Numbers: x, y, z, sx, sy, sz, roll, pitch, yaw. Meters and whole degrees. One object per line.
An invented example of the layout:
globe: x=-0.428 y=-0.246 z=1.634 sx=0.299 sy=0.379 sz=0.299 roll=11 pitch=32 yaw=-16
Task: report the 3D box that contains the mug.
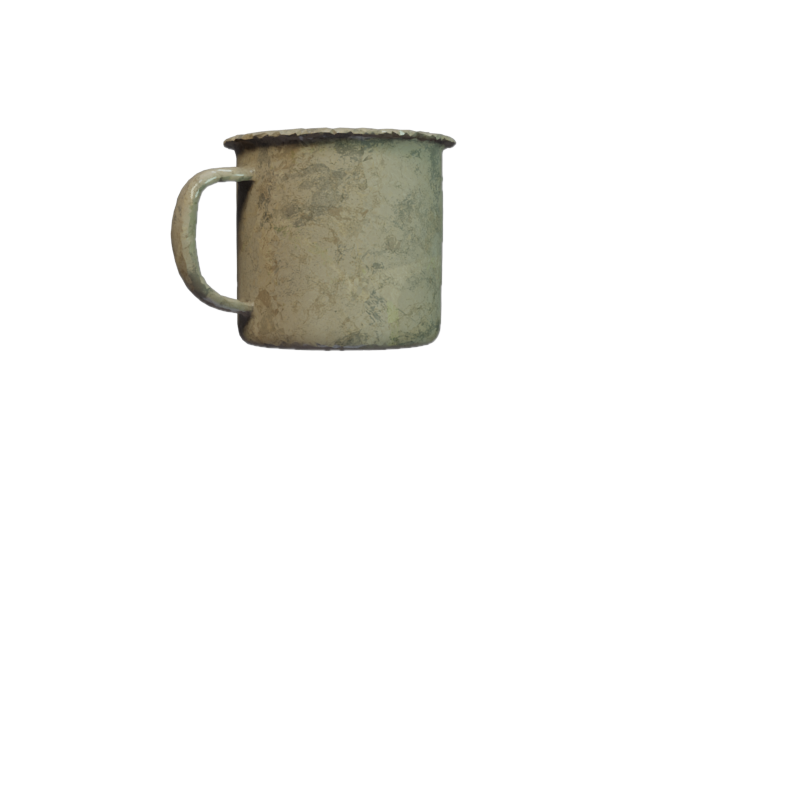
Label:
mug: x=-0.034 y=-0.062 z=0.437 sx=0.113 sy=0.081 sz=0.097 roll=-3 pitch=5 yaw=-33
